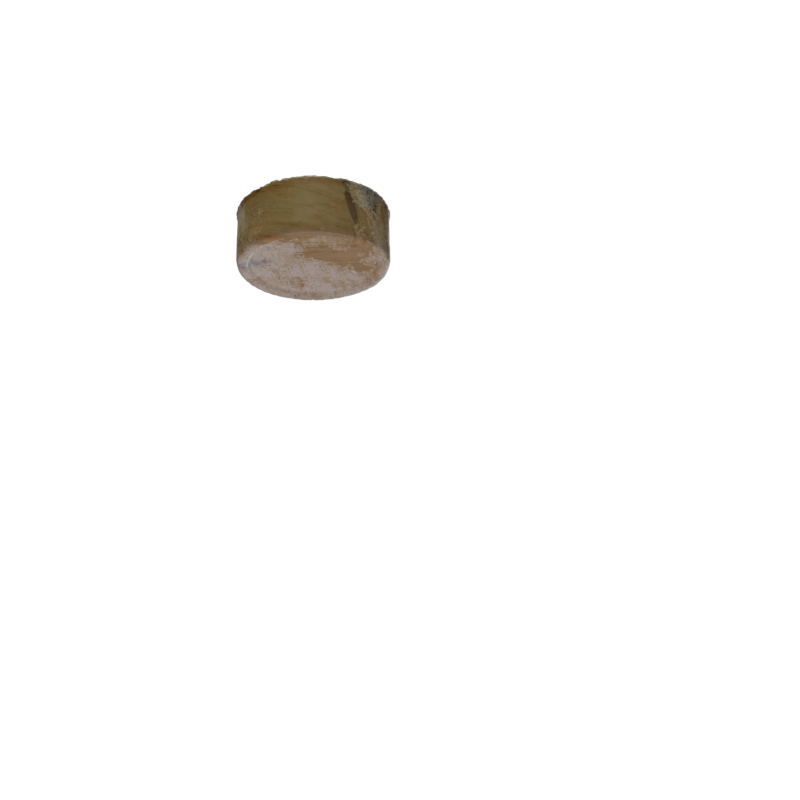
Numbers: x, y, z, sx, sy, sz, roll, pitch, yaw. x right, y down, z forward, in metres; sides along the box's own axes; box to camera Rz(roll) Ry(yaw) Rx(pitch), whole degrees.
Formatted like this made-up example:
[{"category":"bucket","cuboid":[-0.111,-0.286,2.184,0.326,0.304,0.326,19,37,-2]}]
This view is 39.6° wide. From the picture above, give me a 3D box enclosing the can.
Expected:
[{"category":"can","cuboid":[-0.048,-0.087,0.611,0.086,0.035,0.081,1,-23,-2]}]
